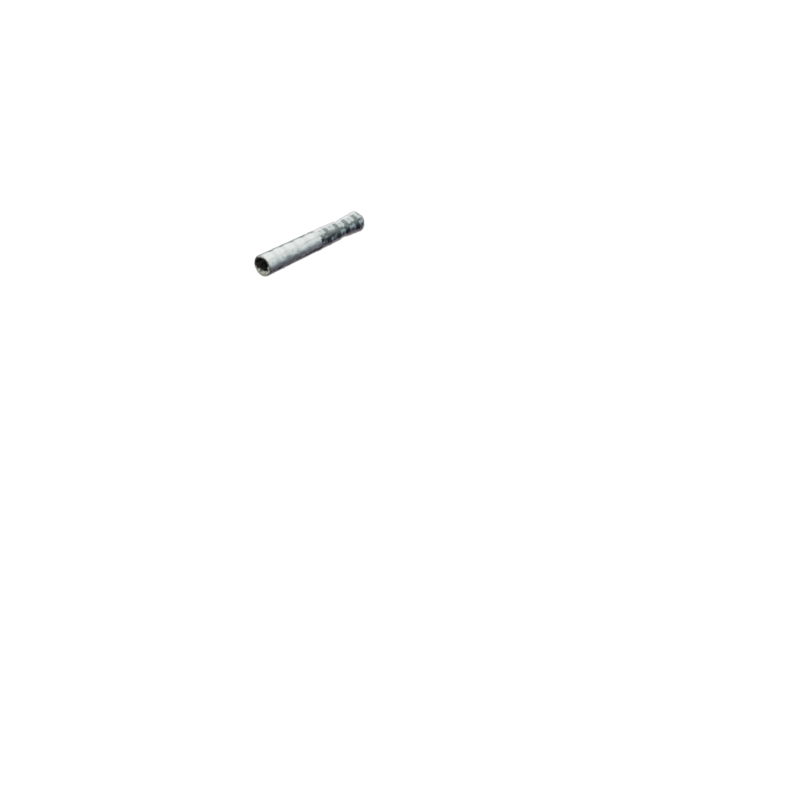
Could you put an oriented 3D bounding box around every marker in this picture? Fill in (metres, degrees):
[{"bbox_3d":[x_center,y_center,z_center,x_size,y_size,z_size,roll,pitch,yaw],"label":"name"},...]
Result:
[{"bbox_3d":[-0.073,-0.134,0.935,0.021,0.019,0.121,4,27,44],"label":"marker"}]
